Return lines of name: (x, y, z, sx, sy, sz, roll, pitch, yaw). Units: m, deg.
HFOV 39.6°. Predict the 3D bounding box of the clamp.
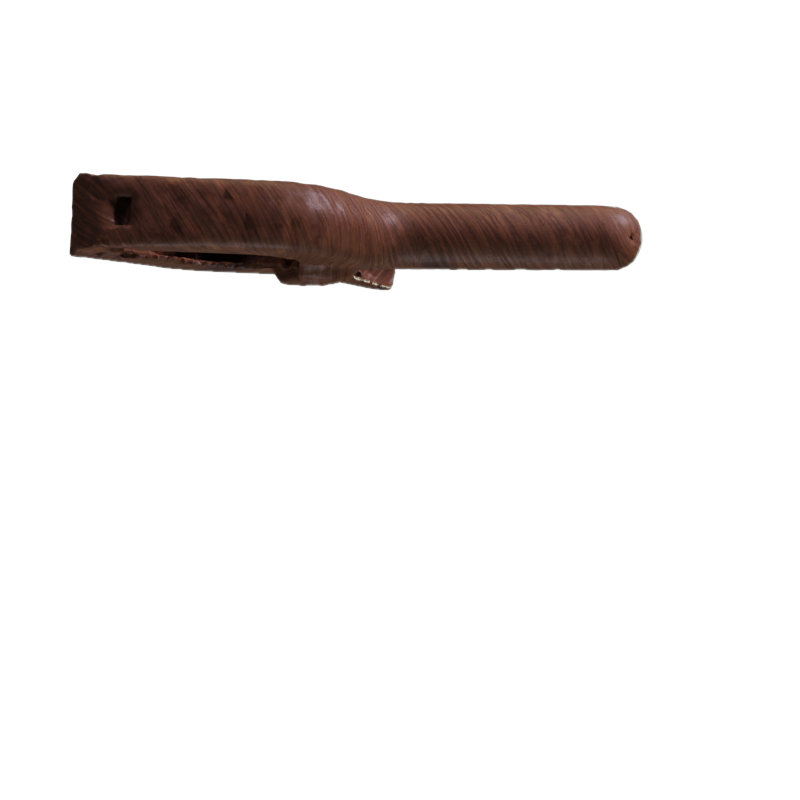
clamp: (-0.035, -0.064, 0.448, 0.203, 0.037, 0.169, 0, 0, -30)
